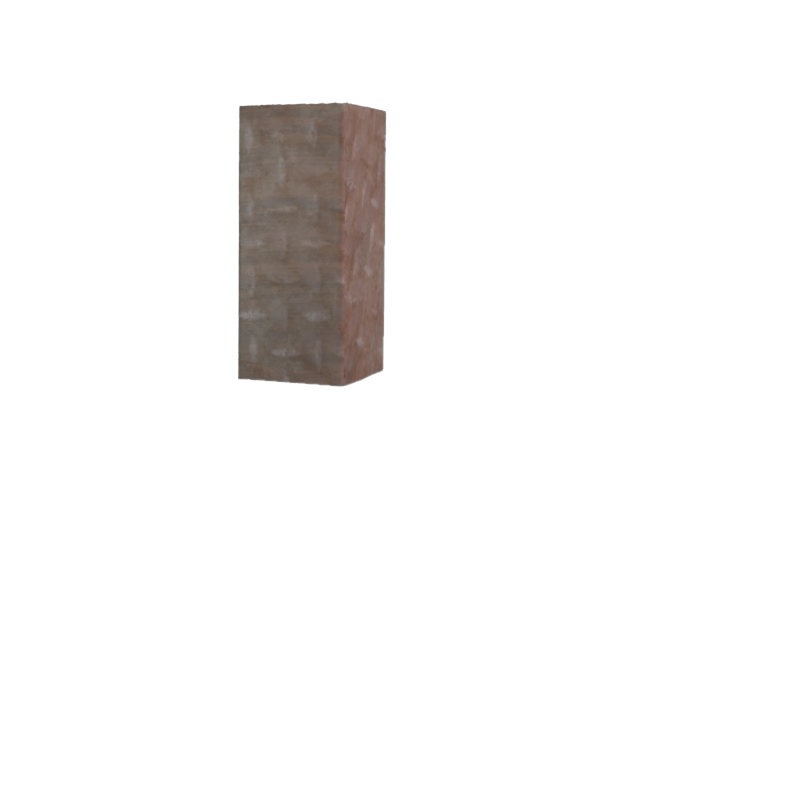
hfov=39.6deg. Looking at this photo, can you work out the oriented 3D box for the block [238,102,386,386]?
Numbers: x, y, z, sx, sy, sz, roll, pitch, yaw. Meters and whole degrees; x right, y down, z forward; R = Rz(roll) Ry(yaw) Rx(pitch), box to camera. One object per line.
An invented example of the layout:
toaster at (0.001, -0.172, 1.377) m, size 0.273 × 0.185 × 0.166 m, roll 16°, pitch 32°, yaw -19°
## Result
block at (-0.066, -0.122, 0.856) m, size 0.093 × 0.205 × 0.088 m, roll 2°, pitch 4°, yaw 22°
